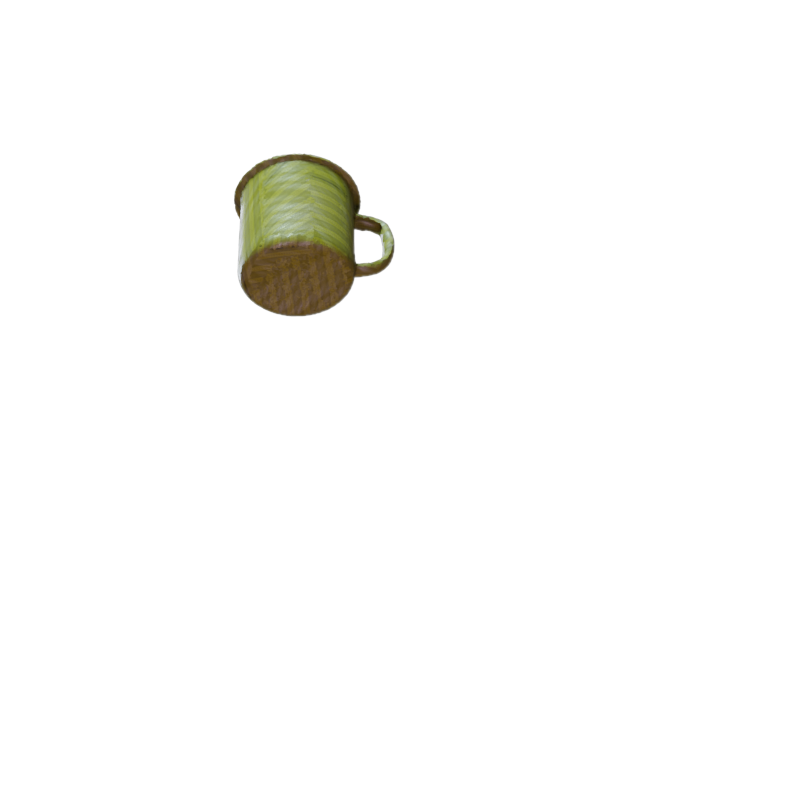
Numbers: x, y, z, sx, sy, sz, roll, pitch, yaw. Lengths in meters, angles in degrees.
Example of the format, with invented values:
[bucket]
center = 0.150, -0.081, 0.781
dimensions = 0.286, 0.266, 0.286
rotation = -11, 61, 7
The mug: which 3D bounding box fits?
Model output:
[mug]
center = -0.062, -0.113, 0.789
dimensions = 0.115, 0.087, 0.088
rotation = 7, -42, -10
